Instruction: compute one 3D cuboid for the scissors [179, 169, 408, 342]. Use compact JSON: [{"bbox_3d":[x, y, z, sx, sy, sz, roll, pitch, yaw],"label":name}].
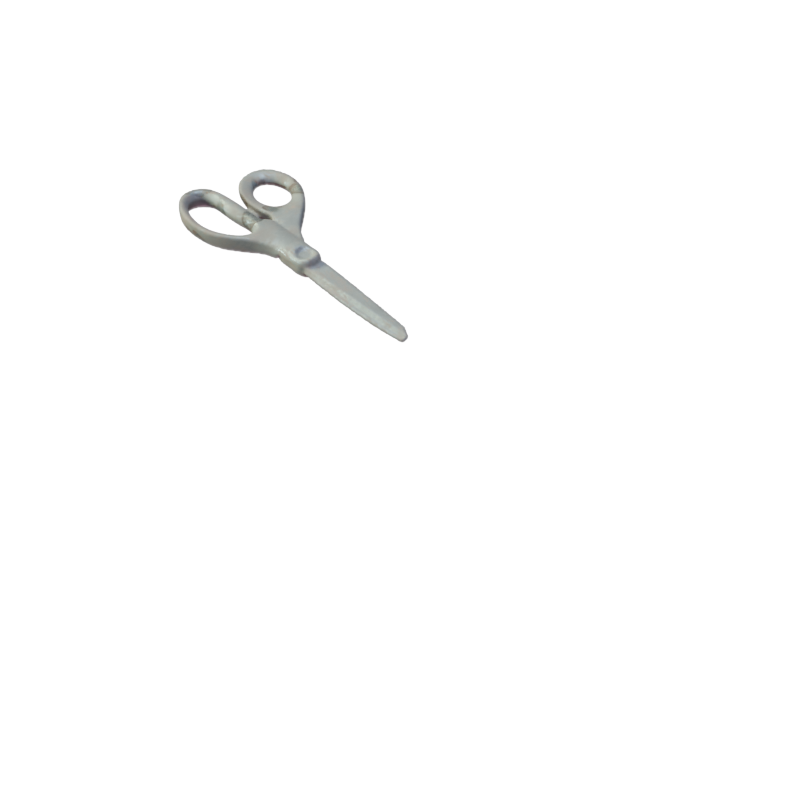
[{"bbox_3d":[-0.058,-0.106,0.744,0.212,0.015,0.098,26,49,25],"label":"scissors"}]
